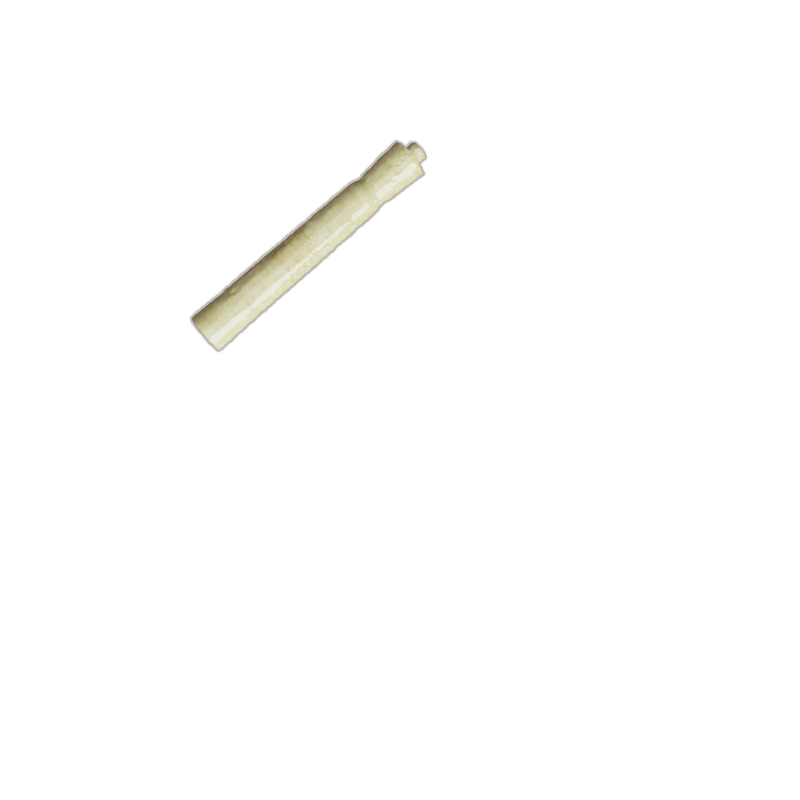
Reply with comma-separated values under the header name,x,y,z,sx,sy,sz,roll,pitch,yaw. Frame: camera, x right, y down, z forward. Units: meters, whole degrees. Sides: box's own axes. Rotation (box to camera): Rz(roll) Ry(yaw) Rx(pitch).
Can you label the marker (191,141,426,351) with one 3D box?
name,x,y,z,sx,sy,sz,roll,pitch,yaw
marker,-0.037,-0.067,0.469,0.121,0.019,0.020,-41,8,-3
